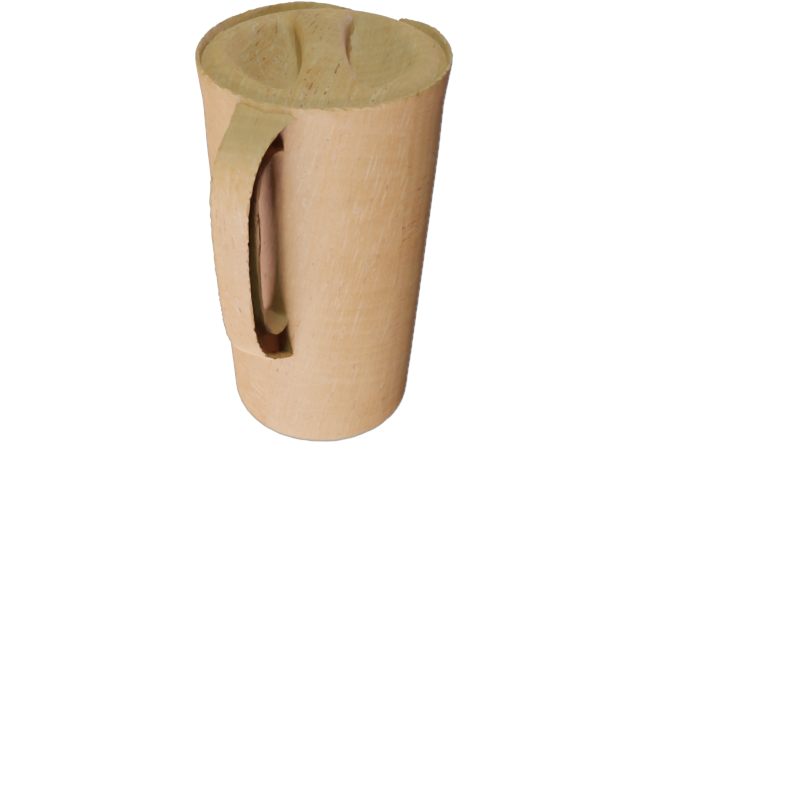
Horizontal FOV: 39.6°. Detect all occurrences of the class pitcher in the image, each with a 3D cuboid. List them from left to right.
[{"bbox_3d":[-0.049,-0.090,0.631,0.147,0.227,0.157,-13,40,-19],"label":"pitcher"}]
